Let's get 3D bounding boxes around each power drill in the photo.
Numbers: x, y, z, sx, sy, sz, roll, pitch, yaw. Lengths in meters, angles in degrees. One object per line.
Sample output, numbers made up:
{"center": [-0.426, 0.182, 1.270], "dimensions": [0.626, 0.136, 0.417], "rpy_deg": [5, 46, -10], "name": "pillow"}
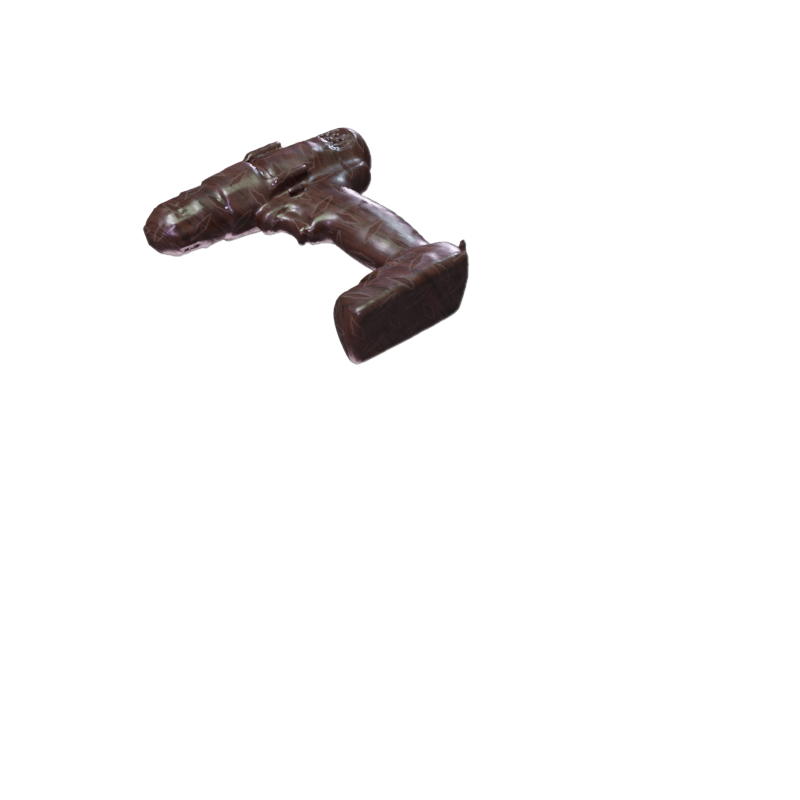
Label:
{"center": [-0.060, -0.109, 0.766], "dimensions": [0.184, 0.053, 0.202], "rpy_deg": [-29, 54, -24], "name": "power drill"}
